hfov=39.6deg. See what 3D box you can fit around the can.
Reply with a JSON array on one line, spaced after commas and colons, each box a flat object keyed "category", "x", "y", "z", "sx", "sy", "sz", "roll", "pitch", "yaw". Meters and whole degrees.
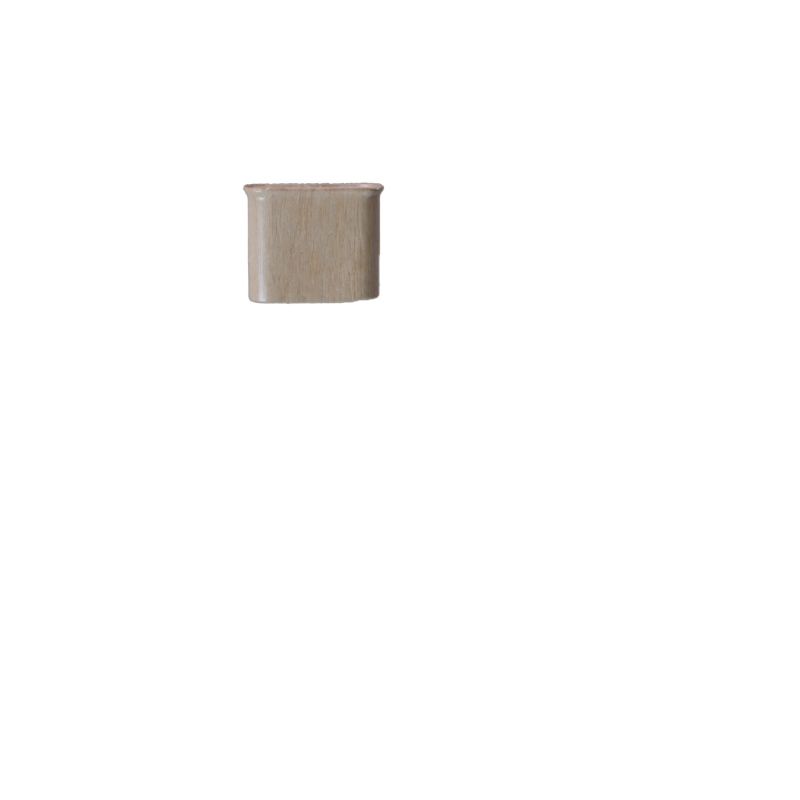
[{"category": "can", "x": -0.064, "y": -0.116, "z": 0.813, "sx": 0.101, "sy": 0.082, "sz": 0.059, "roll": 0, "pitch": 10, "yaw": -3}]
